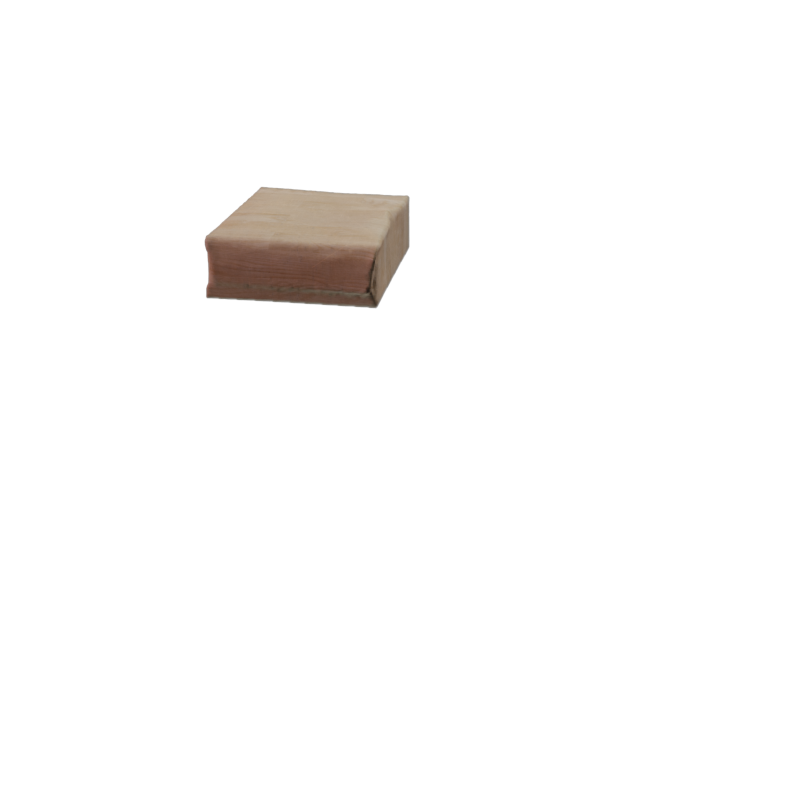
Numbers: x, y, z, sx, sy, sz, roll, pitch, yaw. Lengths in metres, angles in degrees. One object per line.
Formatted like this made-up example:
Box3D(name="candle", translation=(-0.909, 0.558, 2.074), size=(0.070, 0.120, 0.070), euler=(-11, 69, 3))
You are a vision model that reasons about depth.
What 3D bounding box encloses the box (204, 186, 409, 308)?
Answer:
Box3D(name="box", translation=(-0.038, -0.069, 0.486), size=(0.074, 0.029, 0.092), euler=(4, 23, 10))
